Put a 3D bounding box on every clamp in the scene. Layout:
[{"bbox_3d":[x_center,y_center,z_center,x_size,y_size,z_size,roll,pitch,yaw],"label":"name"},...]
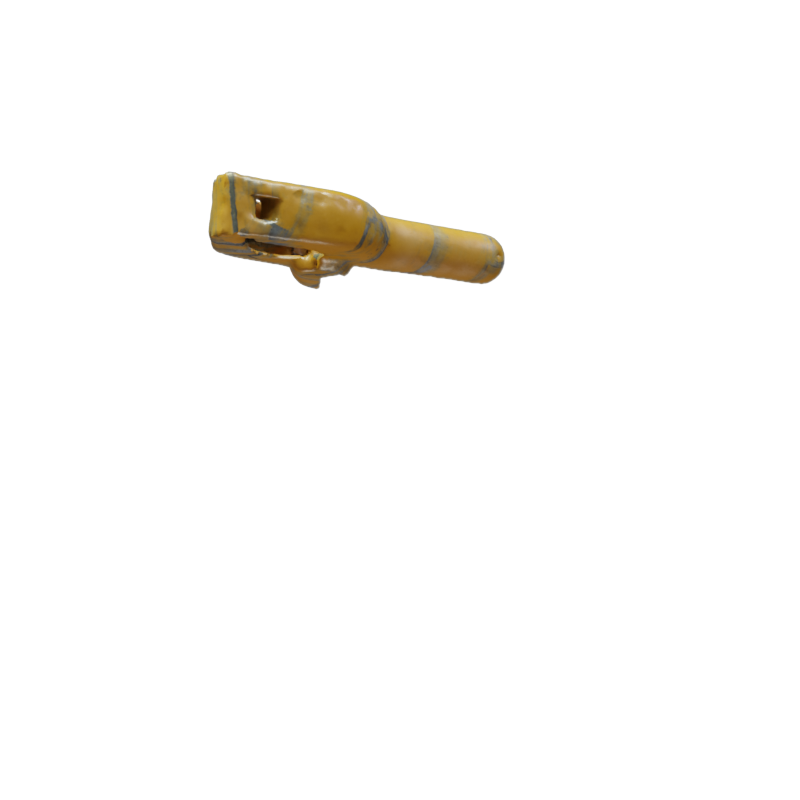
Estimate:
[{"bbox_3d":[-0.042,-0.076,0.532,0.123,0.040,0.162,-7,-11,38],"label":"clamp"}]
